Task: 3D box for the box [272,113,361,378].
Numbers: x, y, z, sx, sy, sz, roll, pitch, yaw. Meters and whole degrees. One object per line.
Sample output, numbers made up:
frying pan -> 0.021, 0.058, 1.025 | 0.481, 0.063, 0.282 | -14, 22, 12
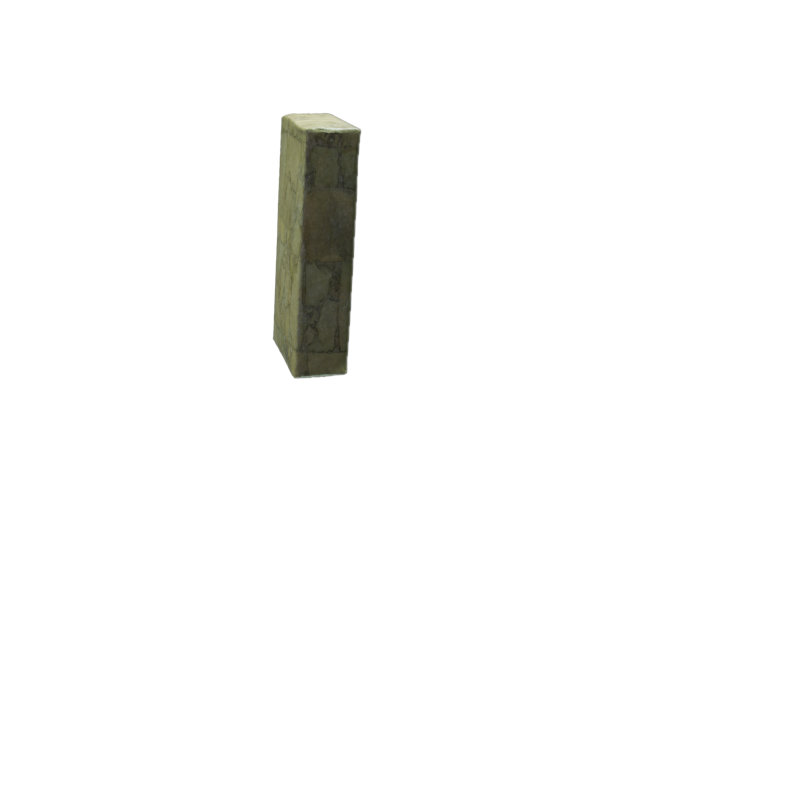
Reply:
box -> -0.063, -0.113, 0.794 | 0.047, 0.171, 0.098 | -3, 15, -15
